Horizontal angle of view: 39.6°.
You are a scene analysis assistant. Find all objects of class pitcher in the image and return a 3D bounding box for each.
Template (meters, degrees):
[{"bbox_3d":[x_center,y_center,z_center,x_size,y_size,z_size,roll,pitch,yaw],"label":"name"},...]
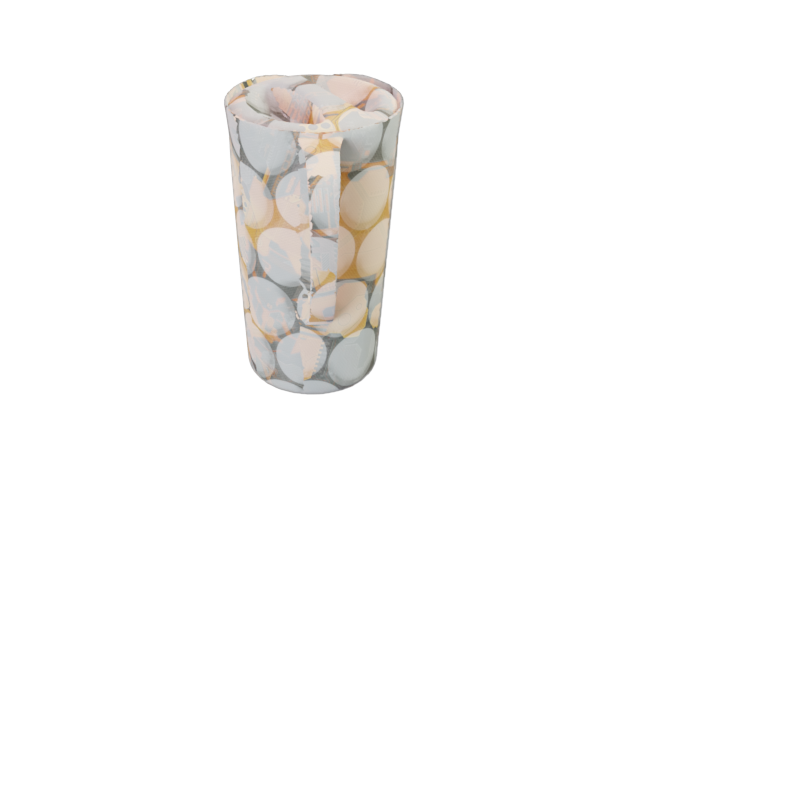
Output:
[{"bbox_3d":[-0.068,-0.124,0.866,0.153,0.229,0.150,22,36,31],"label":"pitcher"}]
